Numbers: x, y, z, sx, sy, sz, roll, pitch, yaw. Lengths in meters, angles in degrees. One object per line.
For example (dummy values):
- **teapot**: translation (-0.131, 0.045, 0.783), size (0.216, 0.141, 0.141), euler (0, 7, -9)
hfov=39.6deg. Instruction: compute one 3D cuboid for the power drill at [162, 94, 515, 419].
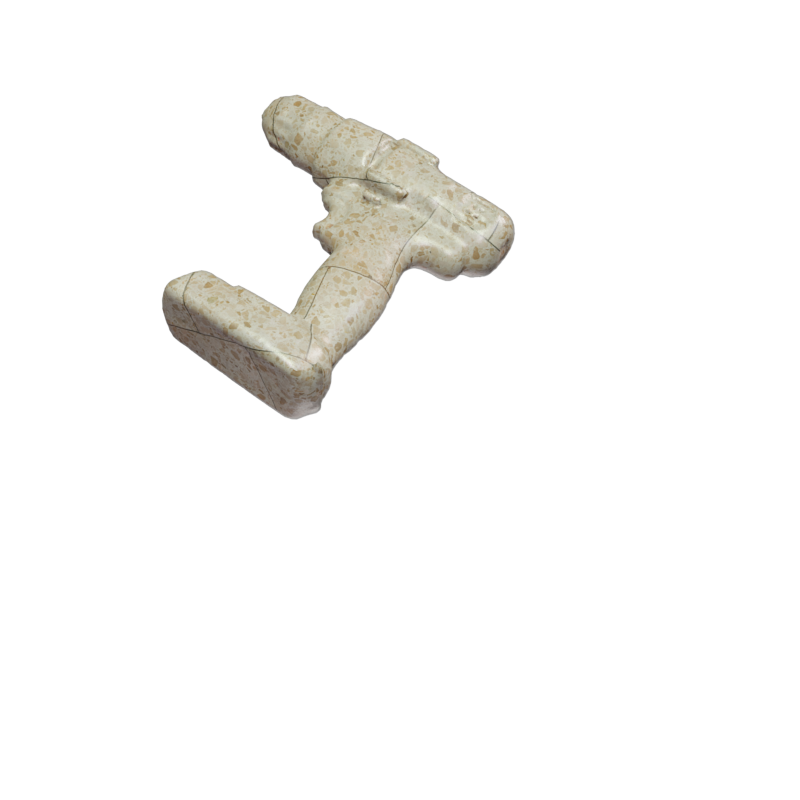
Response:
- **power drill**: translation (-0.052, -0.094, 0.660), size (0.194, 0.191, 0.054), euler (32, -30, 21)
